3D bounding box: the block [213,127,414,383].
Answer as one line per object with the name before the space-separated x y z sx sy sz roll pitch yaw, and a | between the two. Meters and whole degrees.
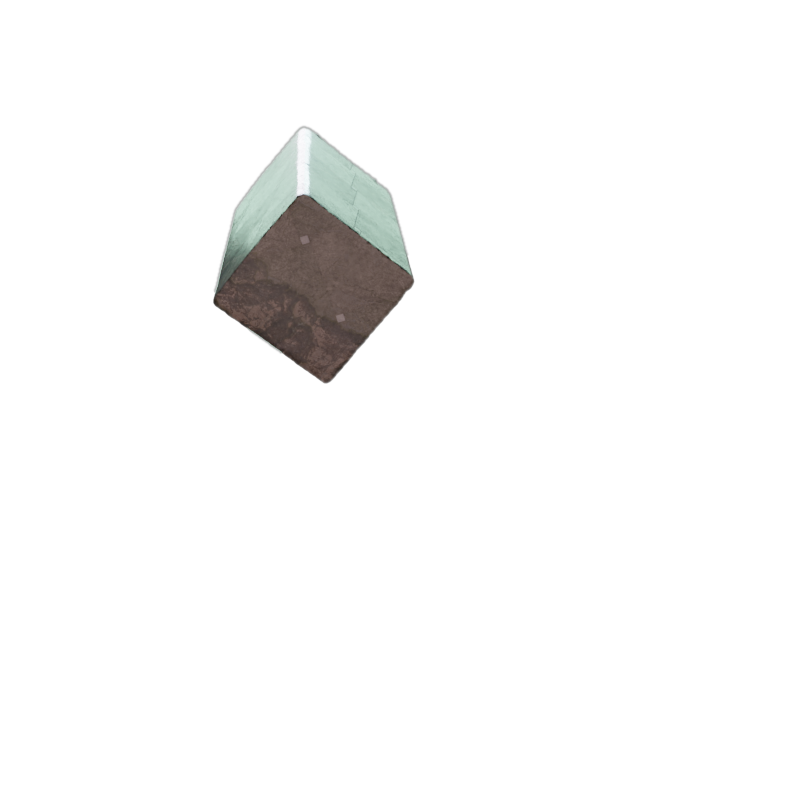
block | -0.059 -0.109 0.759 0.088 0.089 0.216 36 16 -17
